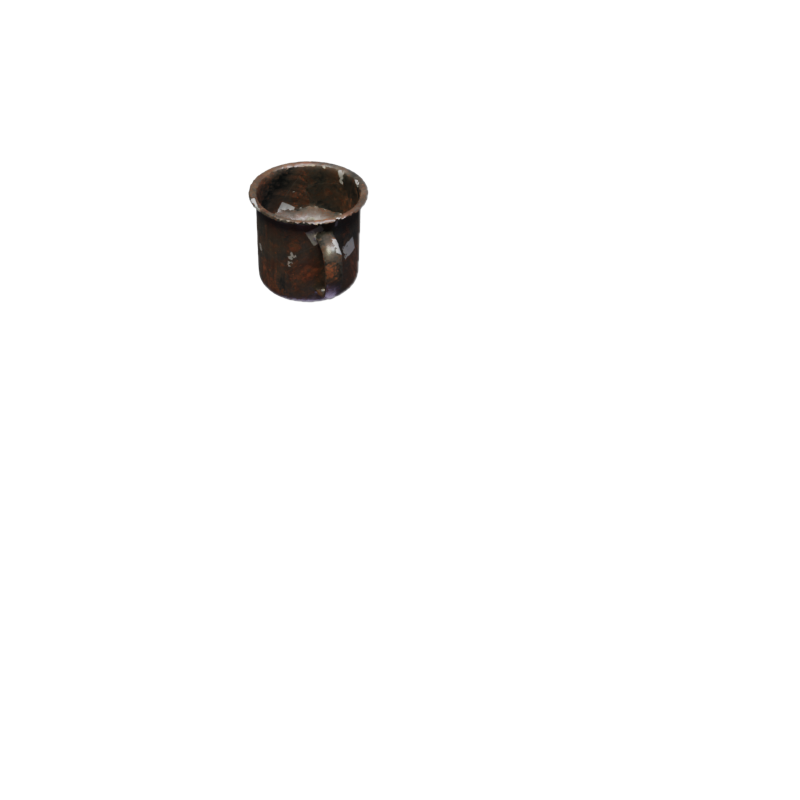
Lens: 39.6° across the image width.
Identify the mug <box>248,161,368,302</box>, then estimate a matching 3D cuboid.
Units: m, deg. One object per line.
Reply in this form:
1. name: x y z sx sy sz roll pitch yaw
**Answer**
1. mug: -0.068 -0.125 0.872 0.092 0.076 0.127 -13 40 -17
